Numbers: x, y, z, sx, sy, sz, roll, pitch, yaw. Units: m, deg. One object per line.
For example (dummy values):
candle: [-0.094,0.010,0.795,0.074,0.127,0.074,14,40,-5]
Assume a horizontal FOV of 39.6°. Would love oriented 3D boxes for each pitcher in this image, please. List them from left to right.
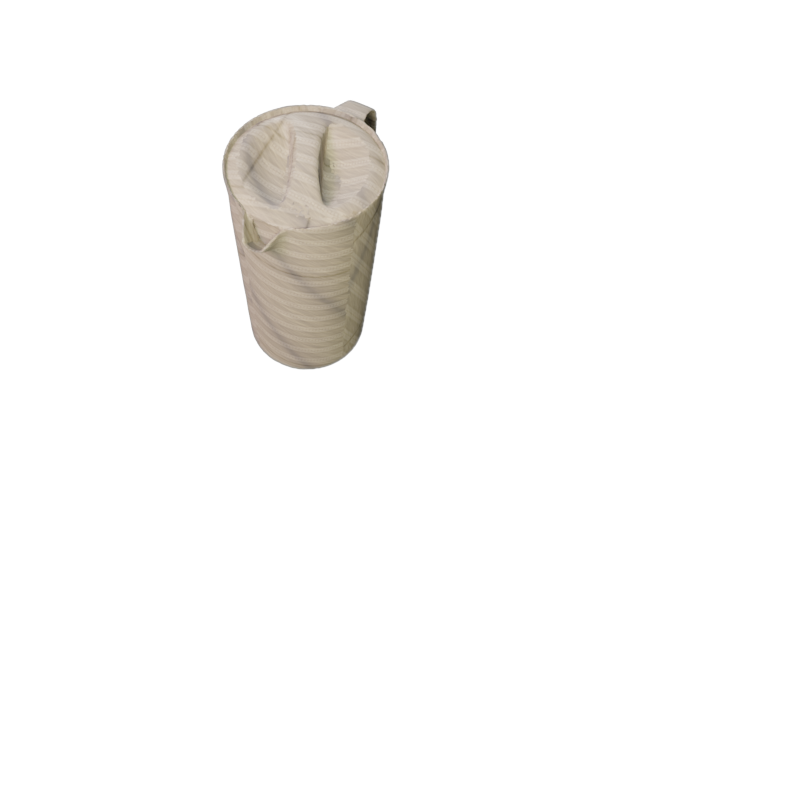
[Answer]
pitcher: [-0.077,-0.140,0.978,0.148,0.156,0.227,-14,-31,-12]
